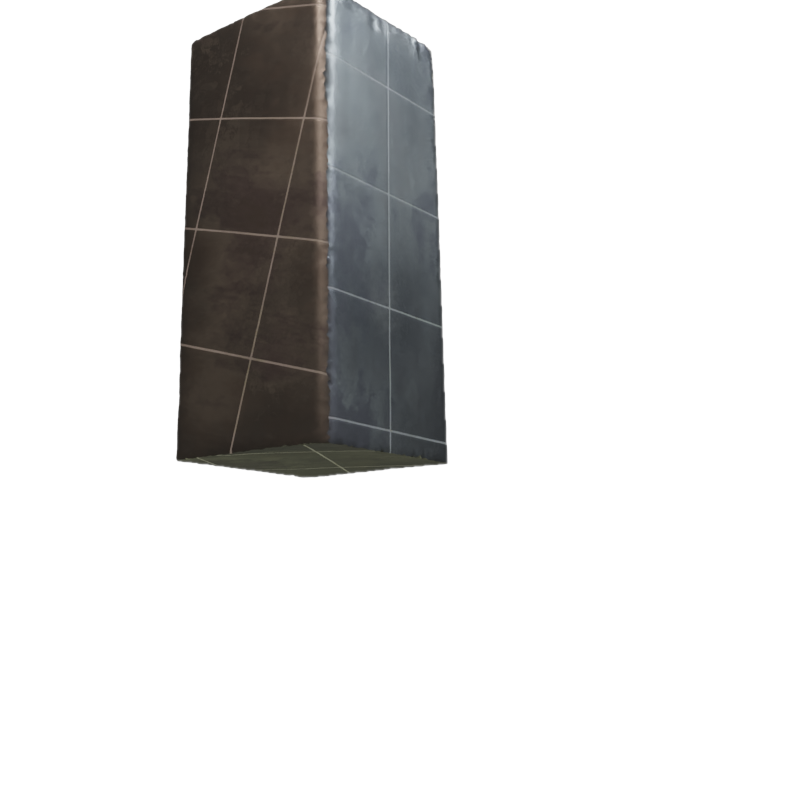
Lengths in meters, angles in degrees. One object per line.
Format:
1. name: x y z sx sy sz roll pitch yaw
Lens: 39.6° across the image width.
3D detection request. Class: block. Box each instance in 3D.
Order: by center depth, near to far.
1. block: -0.041 -0.075 0.523 0.092 0.215 0.085 -14 -21 36
